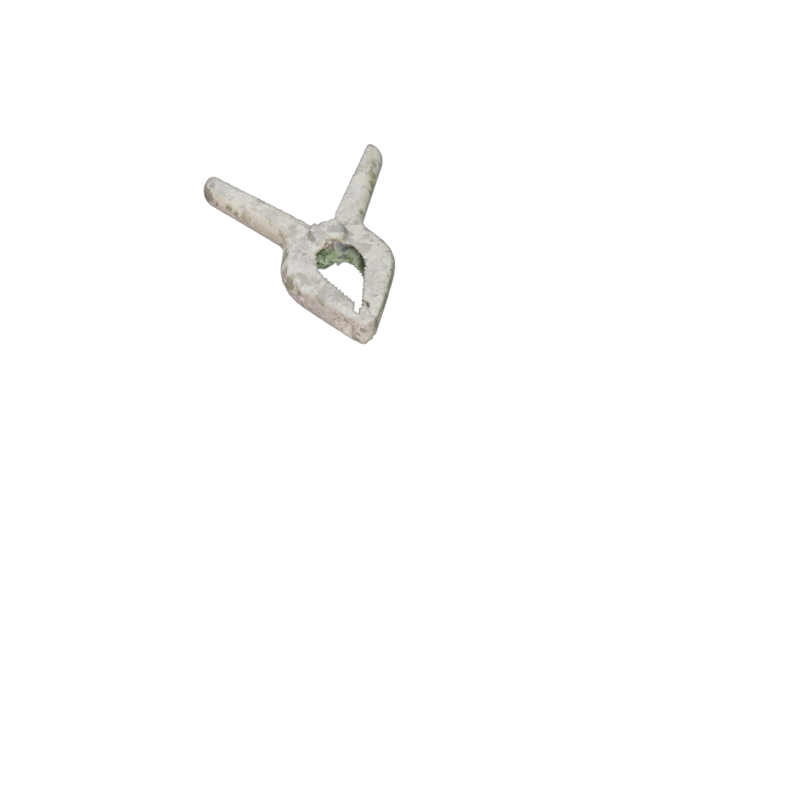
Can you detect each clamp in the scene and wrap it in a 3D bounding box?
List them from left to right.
[{"bbox_3d":[-0.073,-0.133,0.932,0.163,0.227,0.034,-10,-39,-9],"label":"clamp"}]
